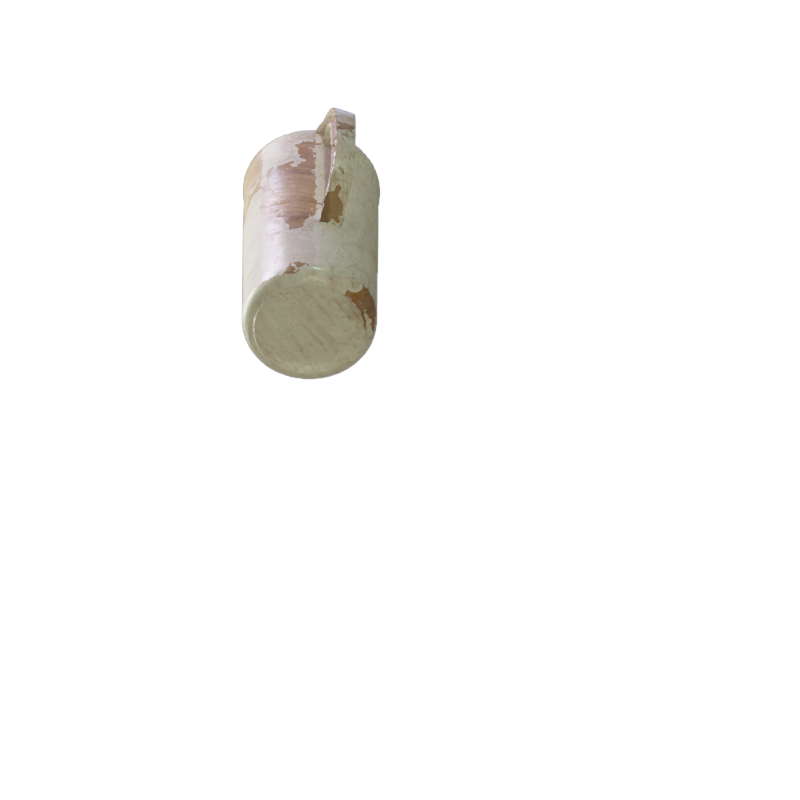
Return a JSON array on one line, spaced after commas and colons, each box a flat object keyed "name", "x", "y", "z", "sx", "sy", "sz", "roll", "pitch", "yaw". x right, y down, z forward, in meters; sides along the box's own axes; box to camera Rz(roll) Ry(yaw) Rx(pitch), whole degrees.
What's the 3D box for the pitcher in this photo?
[{"name": "pitcher", "x": -0.076, "y": -0.138, "z": 0.970, "sx": 0.145, "sy": 0.139, "sz": 0.259, "roll": -23, "pitch": 33, "yaw": 12}]
